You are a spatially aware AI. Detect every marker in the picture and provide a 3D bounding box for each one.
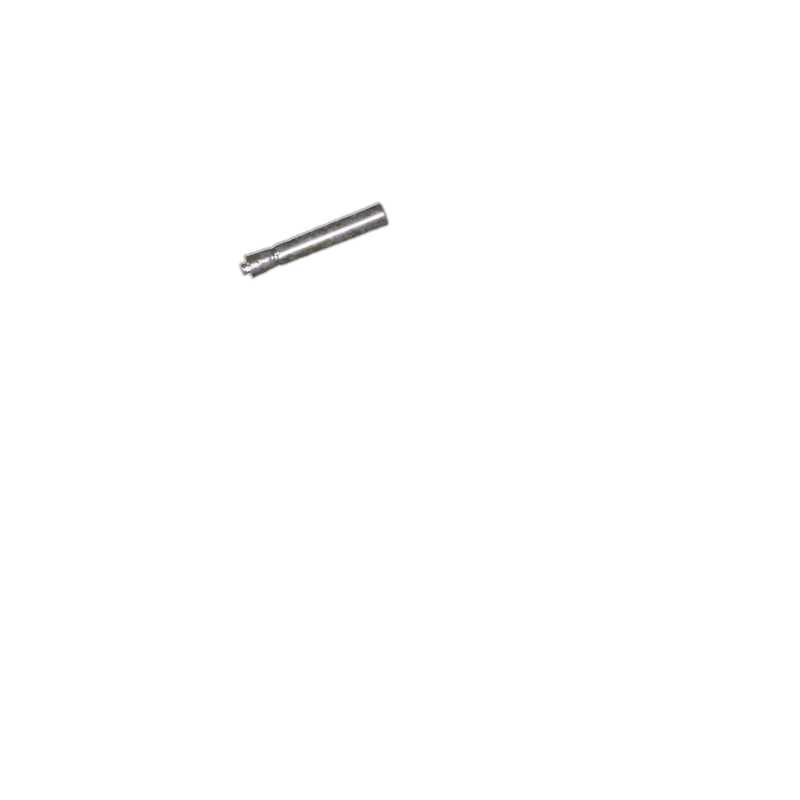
[{"bbox_3d":[-0.068,-0.125,0.873,0.121,0.020,0.020,-22,5,-2],"label":"marker"}]
